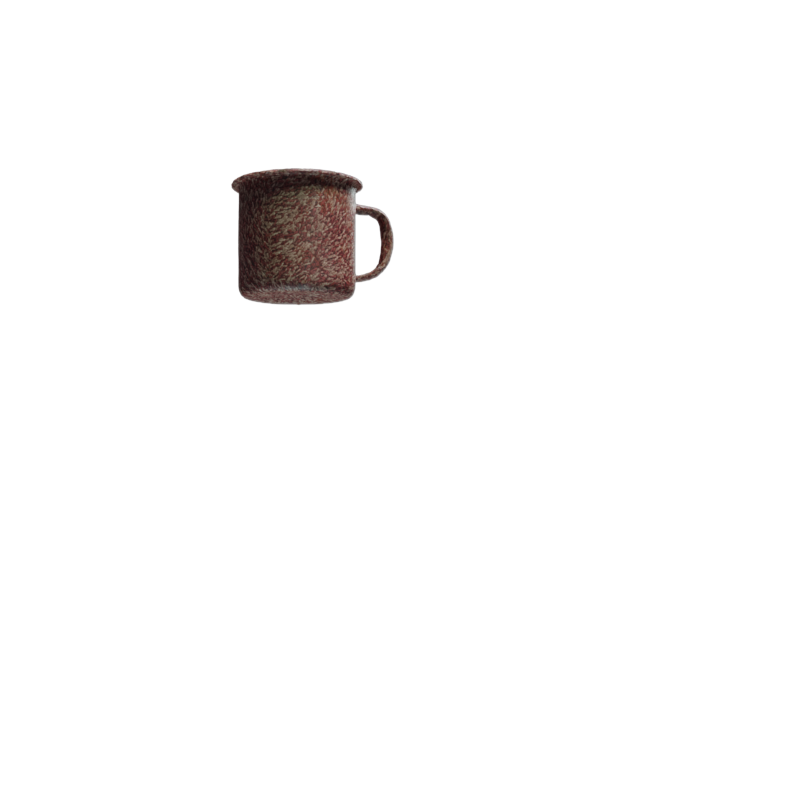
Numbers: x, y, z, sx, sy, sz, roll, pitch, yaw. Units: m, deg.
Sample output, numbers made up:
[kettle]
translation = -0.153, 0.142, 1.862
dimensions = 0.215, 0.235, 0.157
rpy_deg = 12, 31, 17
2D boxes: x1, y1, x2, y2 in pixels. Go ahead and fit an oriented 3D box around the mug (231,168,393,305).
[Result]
[mug]
translation = -0.061, -0.111, 0.779
dimensions = 0.114, 0.083, 0.094
rpy_deg = 2, -7, -19
